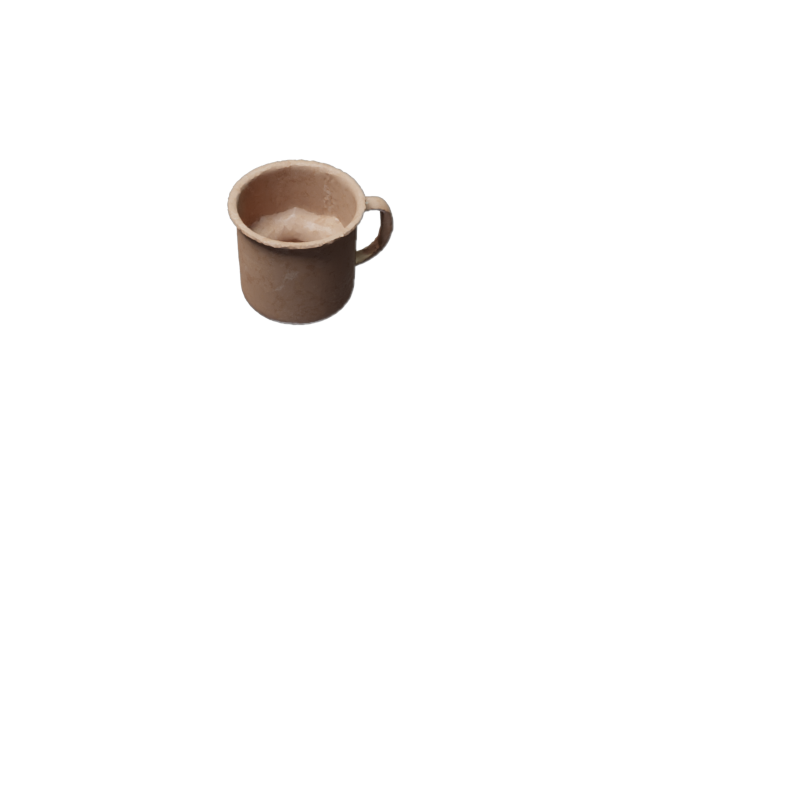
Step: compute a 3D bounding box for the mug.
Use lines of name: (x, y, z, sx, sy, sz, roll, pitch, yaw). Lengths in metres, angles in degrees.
mug: (-0.060, -0.110, 0.771, 0.116, 0.076, 0.101, -16, 48, -17)
